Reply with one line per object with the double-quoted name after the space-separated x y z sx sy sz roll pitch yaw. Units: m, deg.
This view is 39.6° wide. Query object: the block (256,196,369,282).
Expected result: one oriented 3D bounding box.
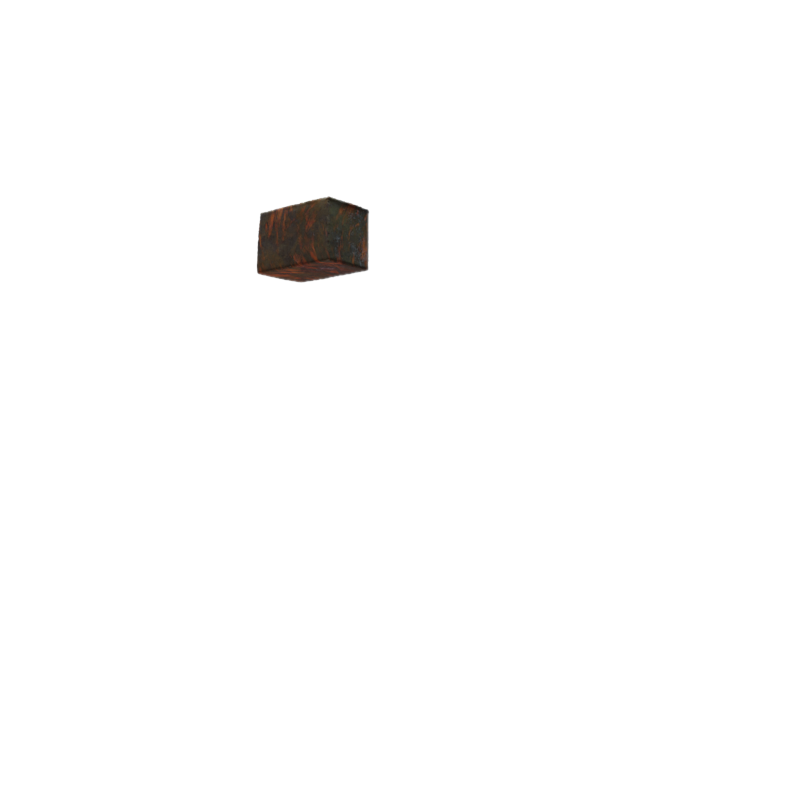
-0.070 -0.128 0.895 0.080 0.053 0.050 -7 -12 38 "block"
